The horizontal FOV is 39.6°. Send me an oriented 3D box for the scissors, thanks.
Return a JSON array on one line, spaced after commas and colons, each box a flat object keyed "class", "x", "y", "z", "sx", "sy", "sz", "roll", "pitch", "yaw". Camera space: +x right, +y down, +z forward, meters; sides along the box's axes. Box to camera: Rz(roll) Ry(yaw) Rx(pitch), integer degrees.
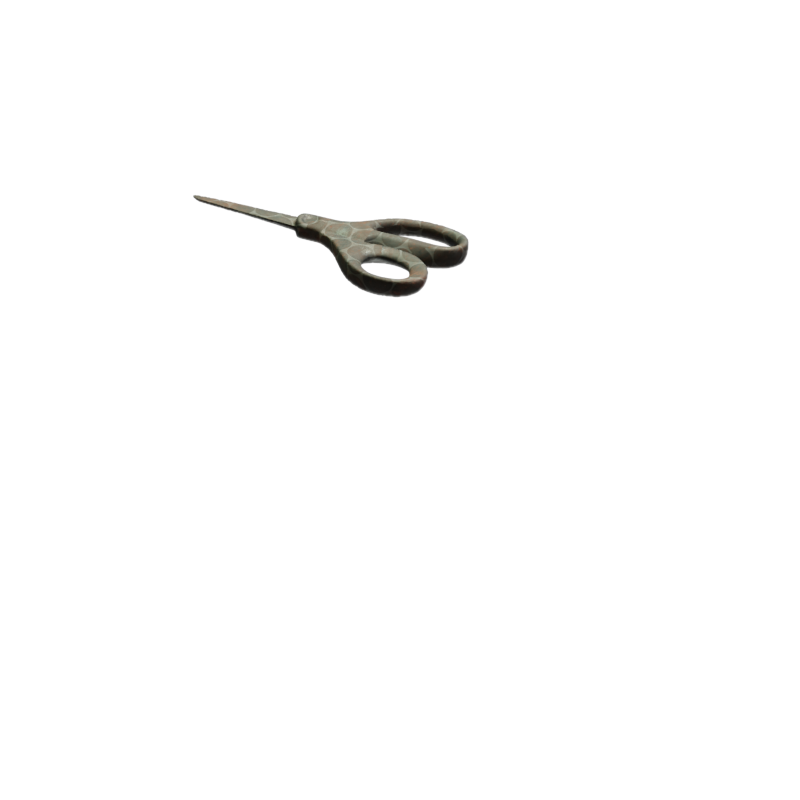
[{"class": "scissors", "x": -0.058, "y": -0.105, "z": 0.736, "sx": 0.206, "sy": 0.015, "sz": 0.100, "roll": 8, "pitch": 34, "yaw": 12}]
